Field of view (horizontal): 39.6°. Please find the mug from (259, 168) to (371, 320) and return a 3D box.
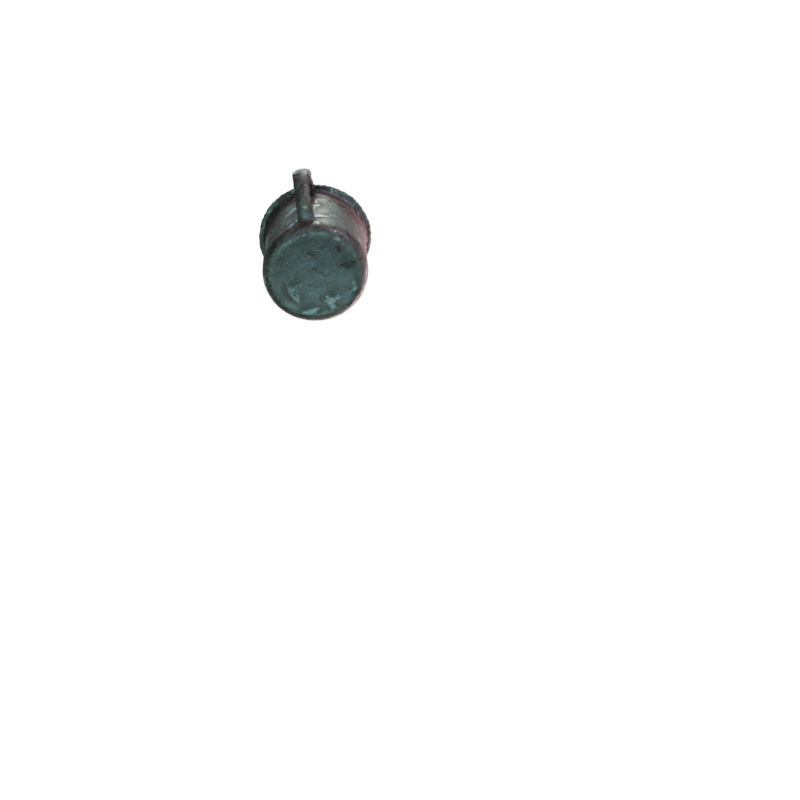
[{"bbox_3d":[-0.069,-0.125,0.878,0.093,0.111,0.086,-6,25,1],"label":"mug"}]
